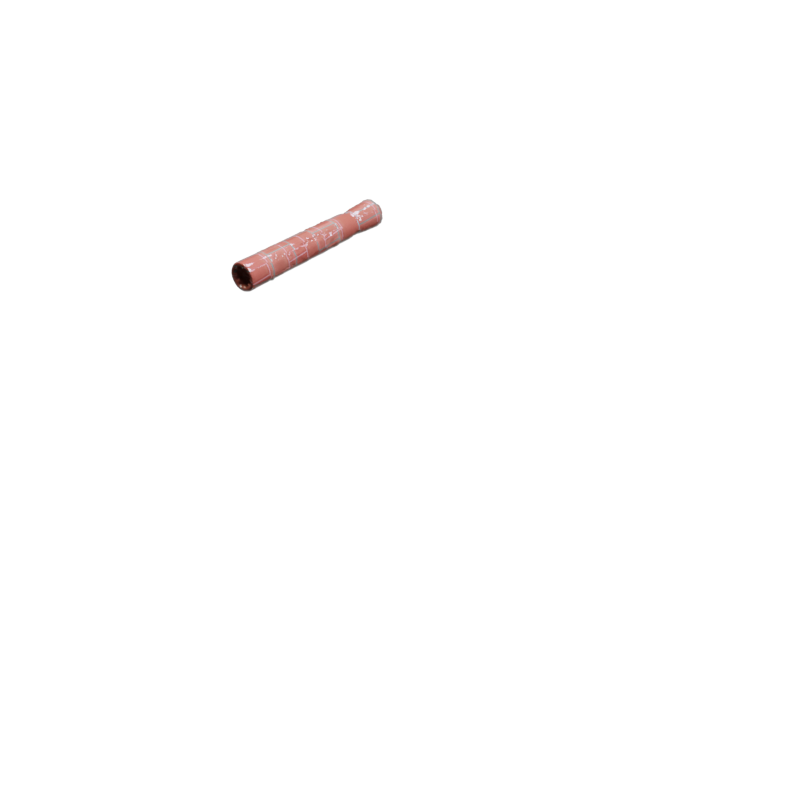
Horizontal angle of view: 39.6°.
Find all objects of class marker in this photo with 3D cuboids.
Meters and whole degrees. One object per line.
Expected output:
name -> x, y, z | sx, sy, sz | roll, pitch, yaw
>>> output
marker -> -0.053, -0.097, 0.680 | 0.021, 0.019, 0.121 | 4, 28, 44
